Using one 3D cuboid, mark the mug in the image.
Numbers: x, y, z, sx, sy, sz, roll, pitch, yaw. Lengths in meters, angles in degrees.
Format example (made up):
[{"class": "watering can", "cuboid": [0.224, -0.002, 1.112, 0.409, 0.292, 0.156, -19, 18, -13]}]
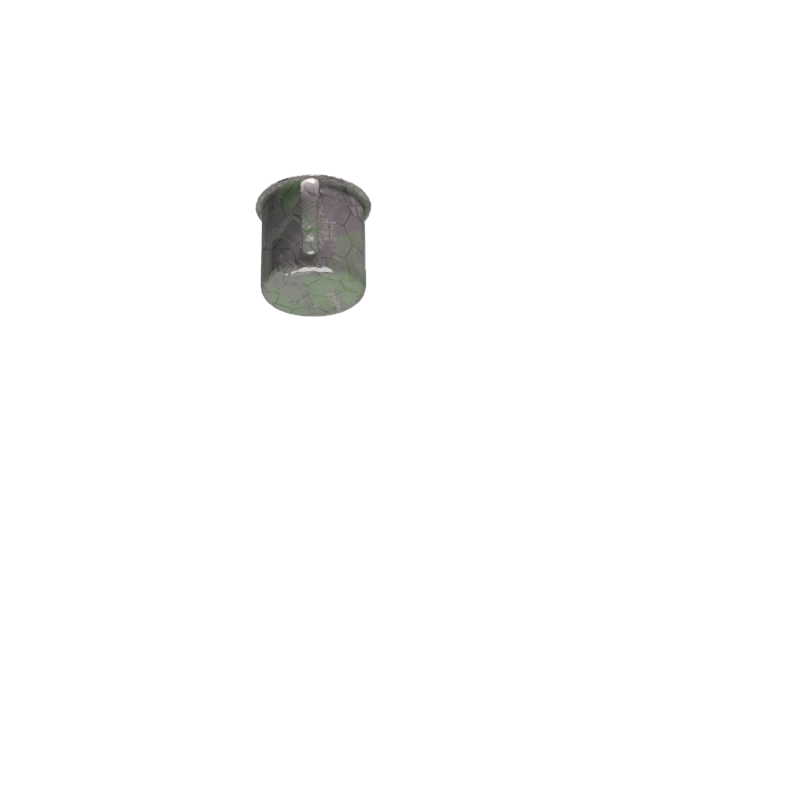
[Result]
[{"class": "mug", "cuboid": [-0.067, -0.123, 0.861, 0.093, 0.087, 0.110, 0, -27, -3]}]
